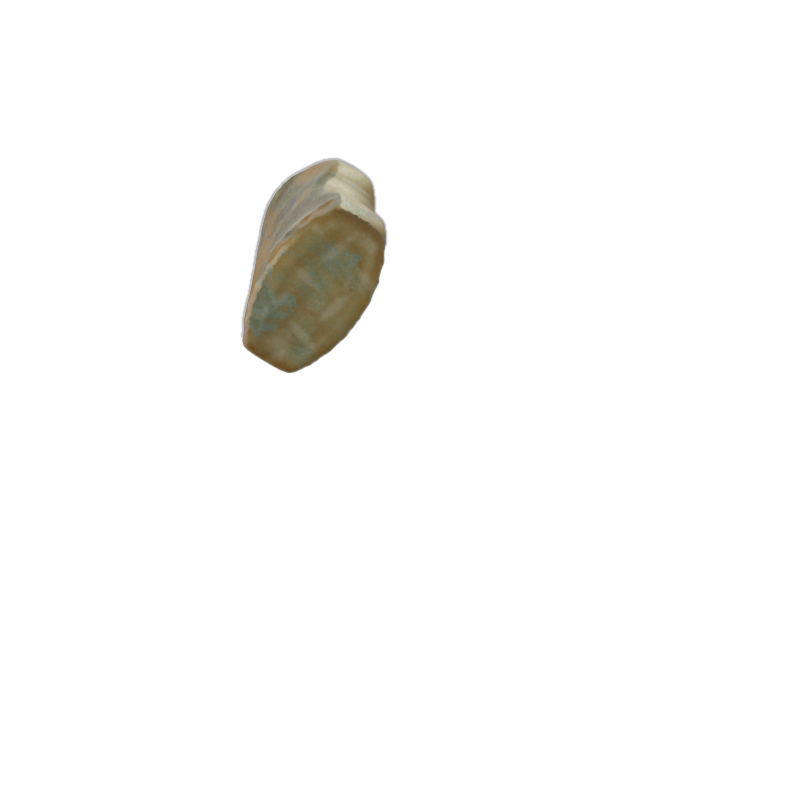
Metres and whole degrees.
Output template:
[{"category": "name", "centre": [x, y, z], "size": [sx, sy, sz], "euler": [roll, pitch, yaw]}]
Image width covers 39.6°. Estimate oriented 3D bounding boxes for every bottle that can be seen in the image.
[{"category": "bottle", "centre": [-0.052, -0.095, 0.661], "size": [0.057, 0.094, 0.201], "euler": [30, 18, -16]}]
